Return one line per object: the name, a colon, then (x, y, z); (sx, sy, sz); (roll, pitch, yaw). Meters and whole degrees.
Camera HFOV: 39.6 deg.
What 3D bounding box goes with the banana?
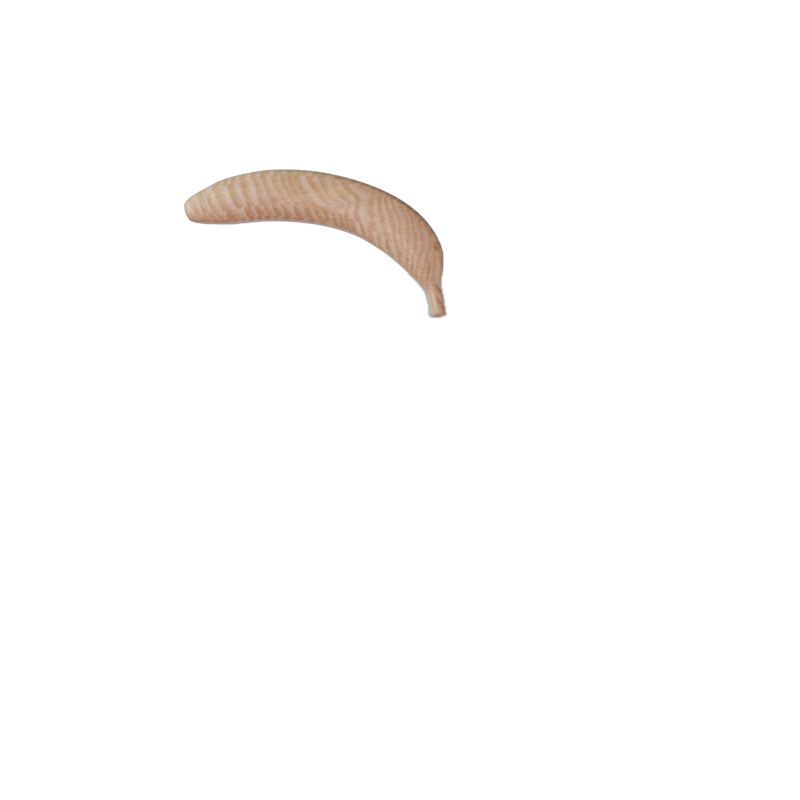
banana: (-0.050, -0.125, 0.772); (0.201, 0.072, 0.035); (22, -17, 7)
